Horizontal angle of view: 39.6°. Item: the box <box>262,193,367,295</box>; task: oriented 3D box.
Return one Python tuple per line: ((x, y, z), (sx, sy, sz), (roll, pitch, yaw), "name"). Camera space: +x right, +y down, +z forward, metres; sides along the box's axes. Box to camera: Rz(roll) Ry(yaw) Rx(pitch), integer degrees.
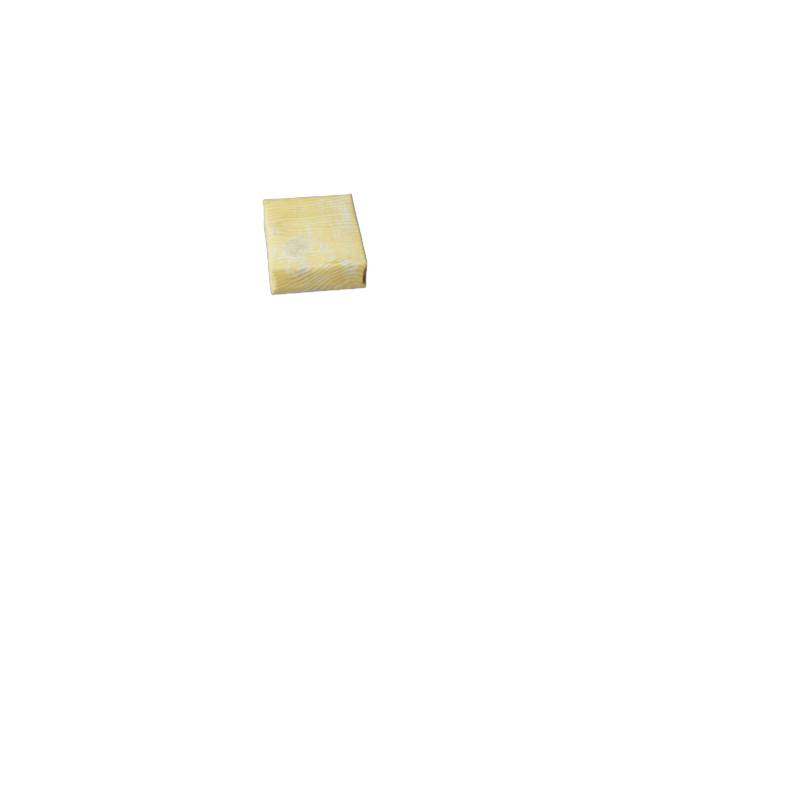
((-0.067, -0.123, 0.860), (0.073, 0.028, 0.096), (-5, 45, -6), "box")
